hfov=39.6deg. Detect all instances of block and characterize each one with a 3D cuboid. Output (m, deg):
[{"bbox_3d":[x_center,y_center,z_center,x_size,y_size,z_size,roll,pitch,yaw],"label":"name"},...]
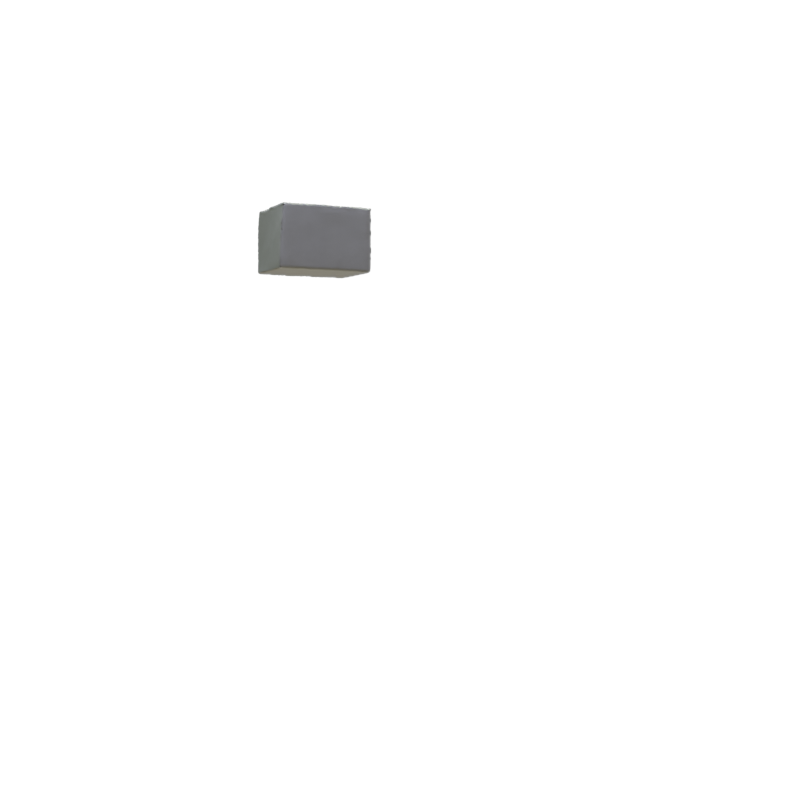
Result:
[{"bbox_3d":[-0.069,-0.125,0.875,0.075,0.052,0.054,1,-3,-26],"label":"block"}]
